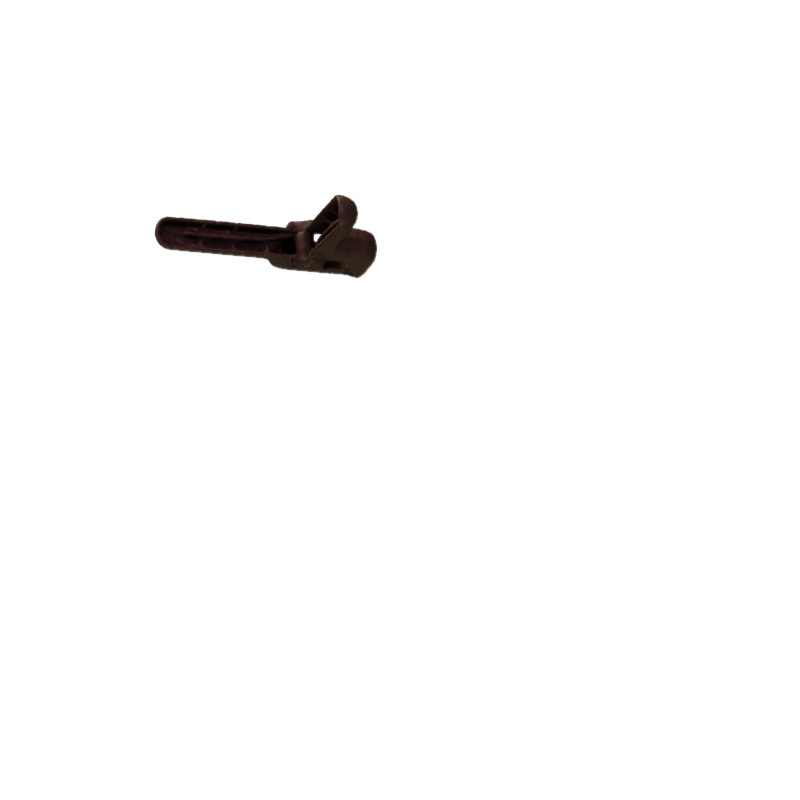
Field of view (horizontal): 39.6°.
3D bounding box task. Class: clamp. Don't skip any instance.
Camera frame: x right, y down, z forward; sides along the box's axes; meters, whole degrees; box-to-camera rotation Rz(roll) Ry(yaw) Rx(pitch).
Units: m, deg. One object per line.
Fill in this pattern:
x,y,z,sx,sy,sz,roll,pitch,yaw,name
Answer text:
-0.069,-0.127,0.886,0.169,0.037,0.200,-2,-4,30,clamp
